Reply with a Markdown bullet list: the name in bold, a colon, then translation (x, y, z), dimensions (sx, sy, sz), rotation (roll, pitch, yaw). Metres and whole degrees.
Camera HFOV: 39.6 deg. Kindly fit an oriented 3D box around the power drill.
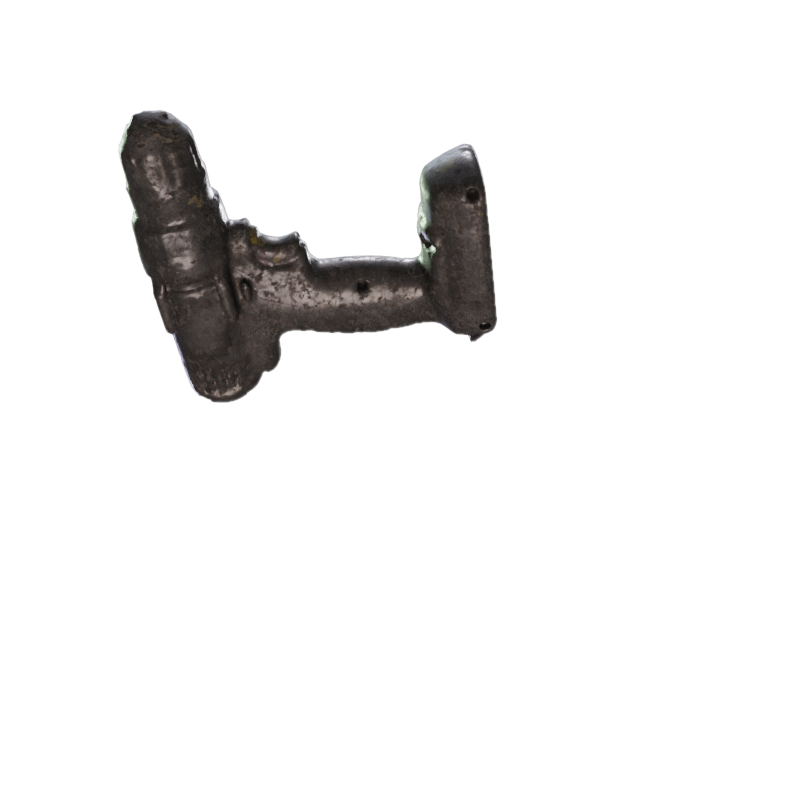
- **power drill**: translation (-0.047, -0.086, 0.601), dimensions (0.189, 0.171, 0.061), rotation (-7, 39, 5)
